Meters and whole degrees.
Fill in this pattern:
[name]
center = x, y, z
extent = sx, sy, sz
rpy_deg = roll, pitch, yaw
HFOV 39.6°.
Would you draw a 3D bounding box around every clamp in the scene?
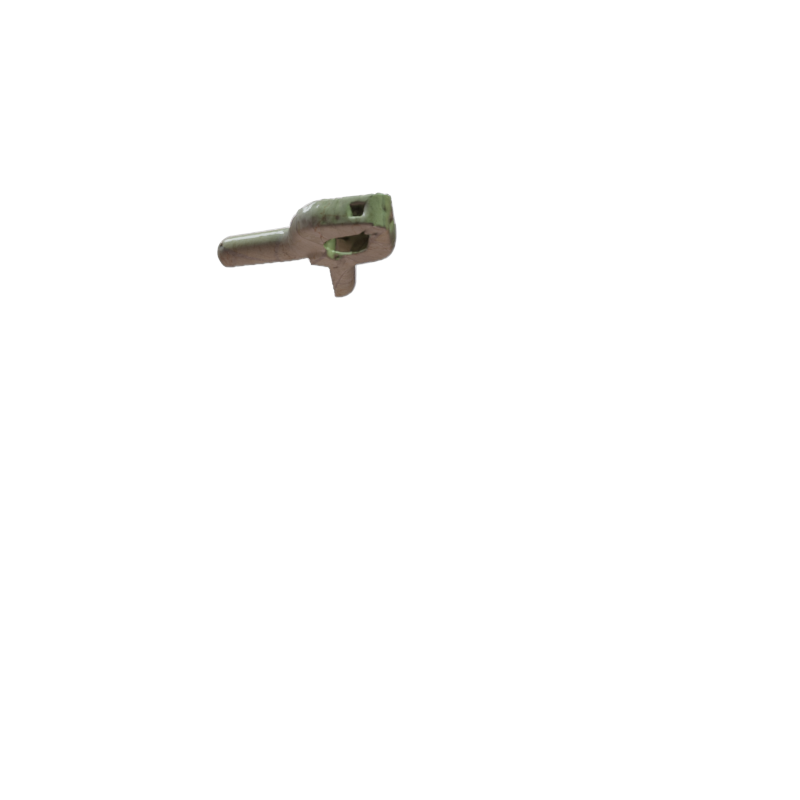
[clamp]
center = -0.066, -0.120, 0.838
extent = 0.117, 0.041, 0.169
rpy_deg = 6, -16, -21
